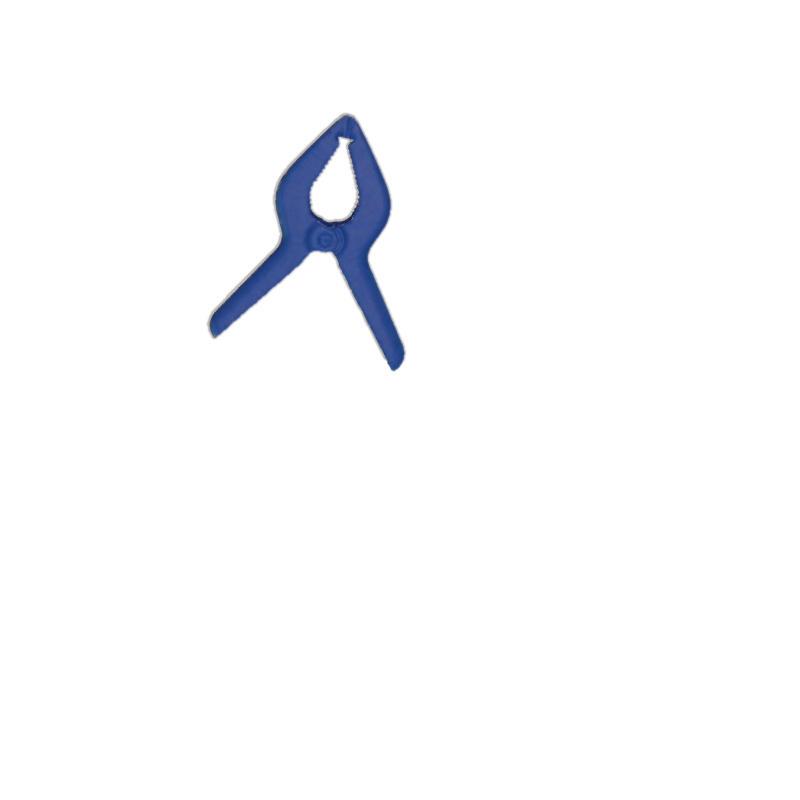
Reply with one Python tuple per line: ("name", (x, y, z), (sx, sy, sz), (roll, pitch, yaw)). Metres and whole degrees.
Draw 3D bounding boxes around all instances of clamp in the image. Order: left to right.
("clamp", (-0.071, -0.130, 0.909), (0.164, 0.205, 0.037), (4, 11, -1))
